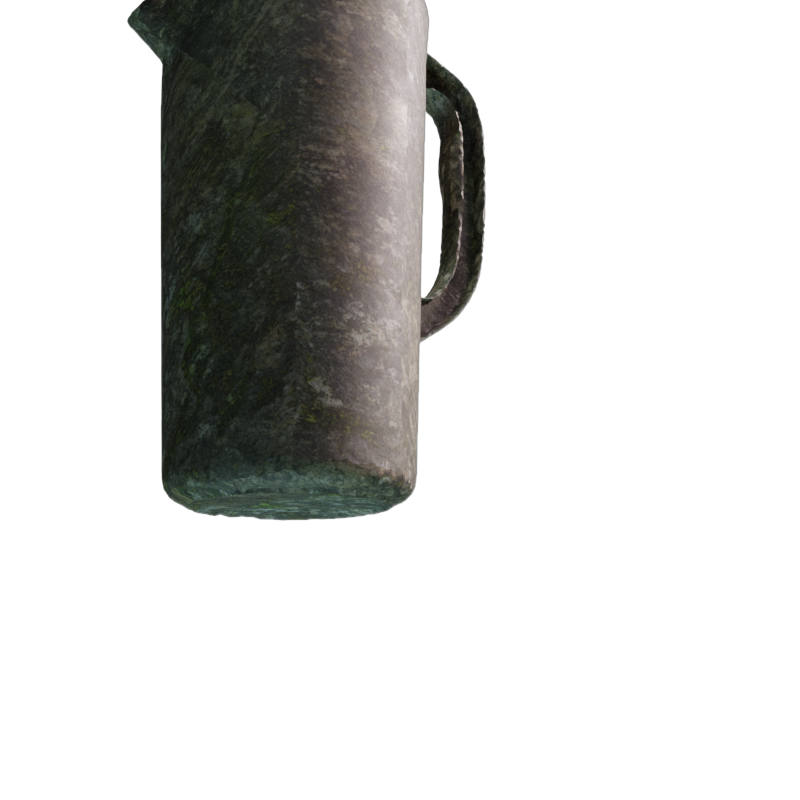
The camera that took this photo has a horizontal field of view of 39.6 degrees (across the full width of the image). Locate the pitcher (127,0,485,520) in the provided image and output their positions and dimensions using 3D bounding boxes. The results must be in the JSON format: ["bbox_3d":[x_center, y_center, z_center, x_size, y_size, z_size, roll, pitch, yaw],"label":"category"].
[{"bbox_3d":[-0.040,-0.073,0.513,0.151,0.254,0.136,-6,-19,13],"label":"pitcher"}]
